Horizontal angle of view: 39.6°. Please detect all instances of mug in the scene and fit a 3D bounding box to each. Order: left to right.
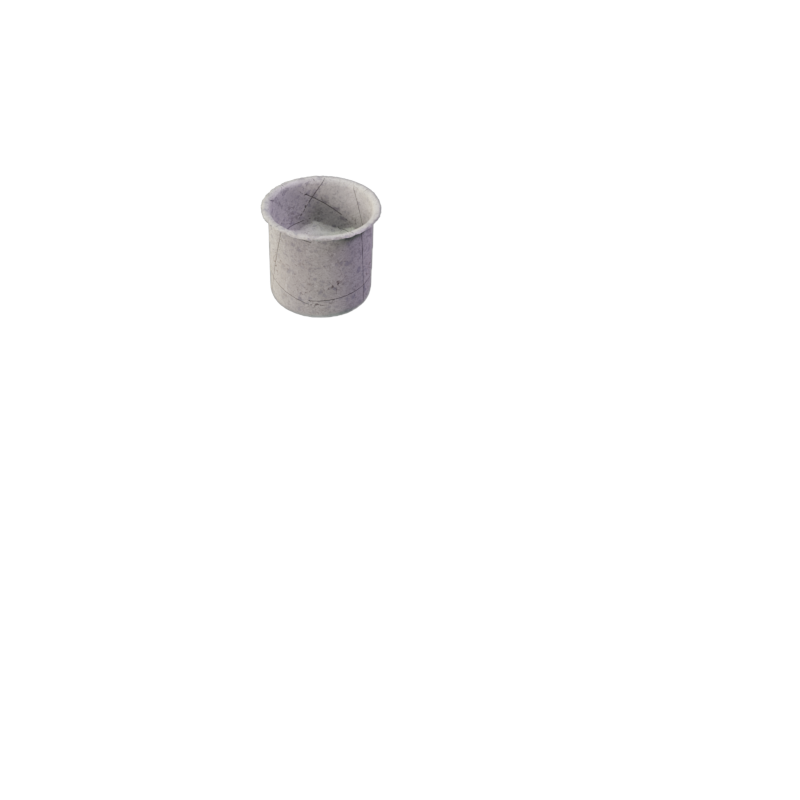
[{"bbox_3d":[-0.069,-0.126,0.883,0.092,0.076,0.126,-20,43,-25],"label":"mug"}]
